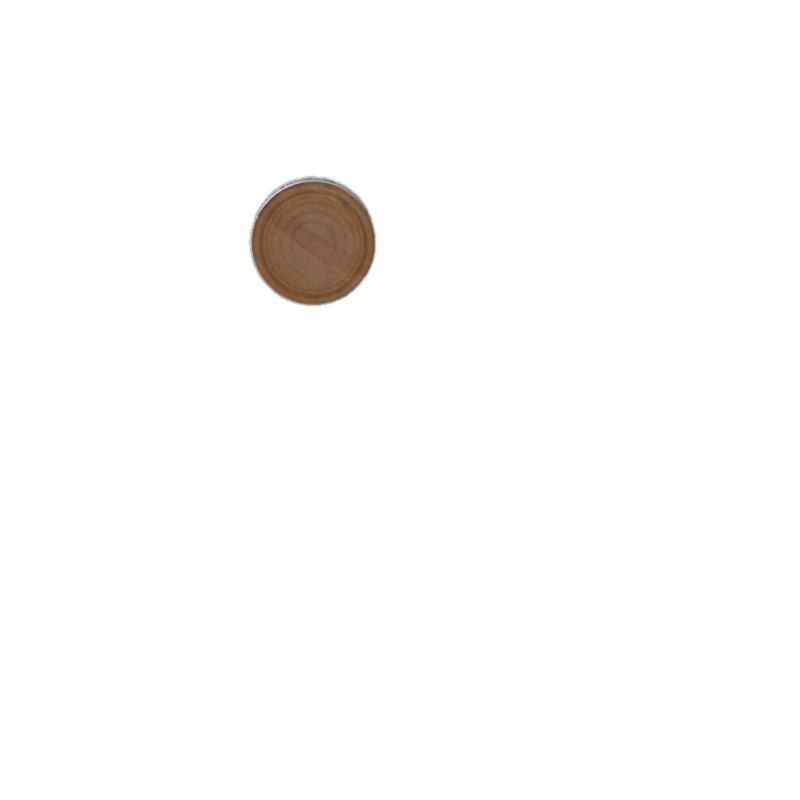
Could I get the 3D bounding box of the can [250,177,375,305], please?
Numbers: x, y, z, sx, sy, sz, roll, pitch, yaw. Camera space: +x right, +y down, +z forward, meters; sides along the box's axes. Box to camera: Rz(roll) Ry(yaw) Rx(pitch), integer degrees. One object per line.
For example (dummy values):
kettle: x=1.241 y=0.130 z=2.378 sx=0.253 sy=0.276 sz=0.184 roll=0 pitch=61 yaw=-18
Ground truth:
can: x=-0.059 y=-0.108 z=0.759 sx=0.086 sy=0.084 sz=0.034 roll=0 pitch=8 yaw=-1
